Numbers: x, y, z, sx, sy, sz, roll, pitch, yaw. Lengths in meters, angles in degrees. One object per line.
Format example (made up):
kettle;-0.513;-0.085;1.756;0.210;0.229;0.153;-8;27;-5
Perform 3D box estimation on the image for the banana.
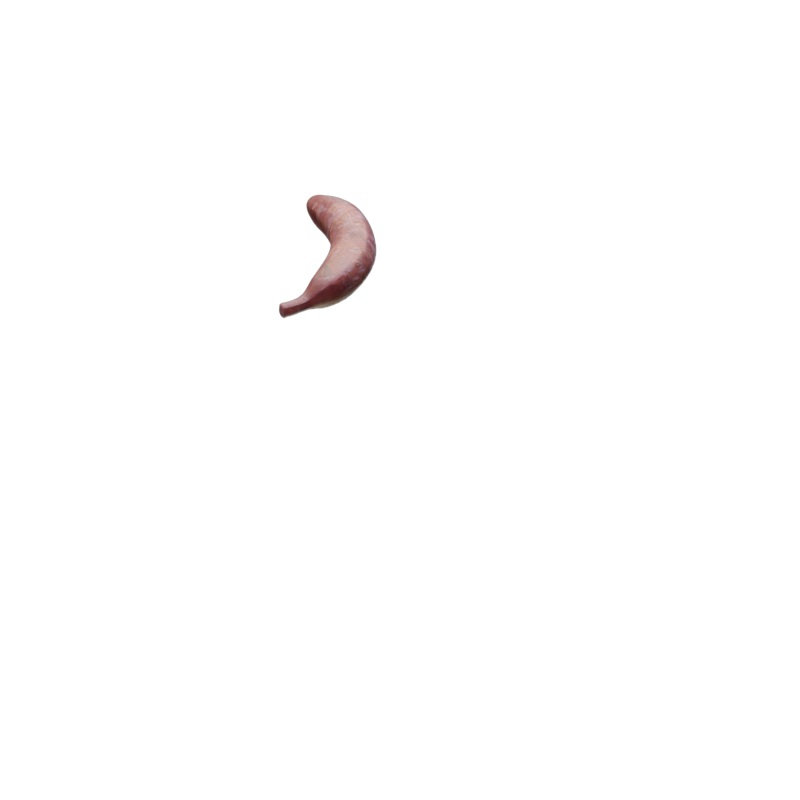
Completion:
banana;-0.054;-0.128;0.914;0.070;0.035;0.209;2;32;2
